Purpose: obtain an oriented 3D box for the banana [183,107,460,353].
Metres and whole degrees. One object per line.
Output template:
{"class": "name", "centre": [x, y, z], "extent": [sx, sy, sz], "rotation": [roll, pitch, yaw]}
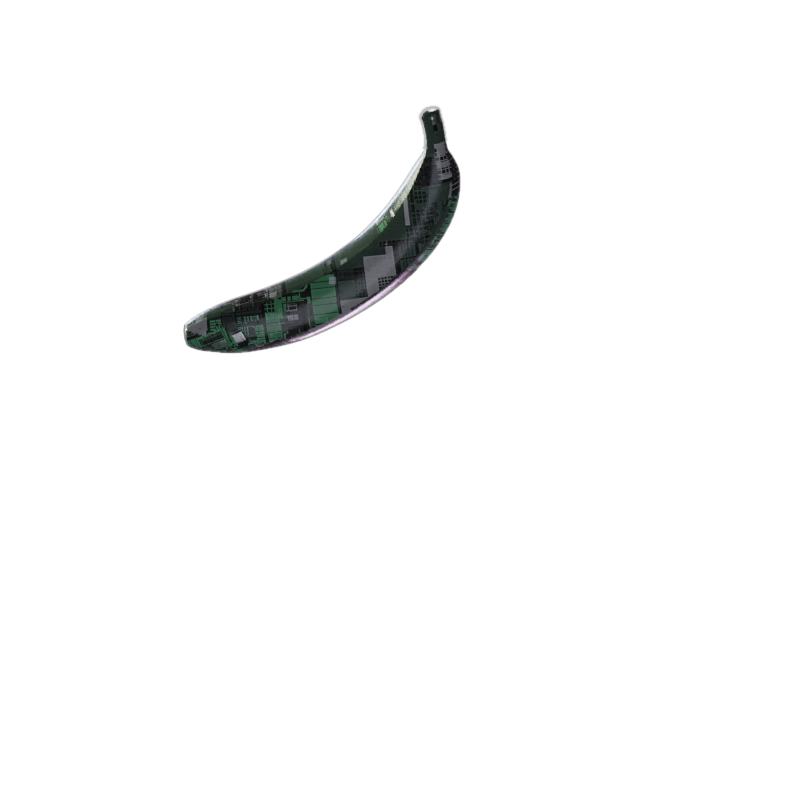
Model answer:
{"class": "banana", "centre": [-0.033, -0.080, 0.627], "extent": [0.196, 0.067, 0.039], "rotation": [-40, 18, 15]}
